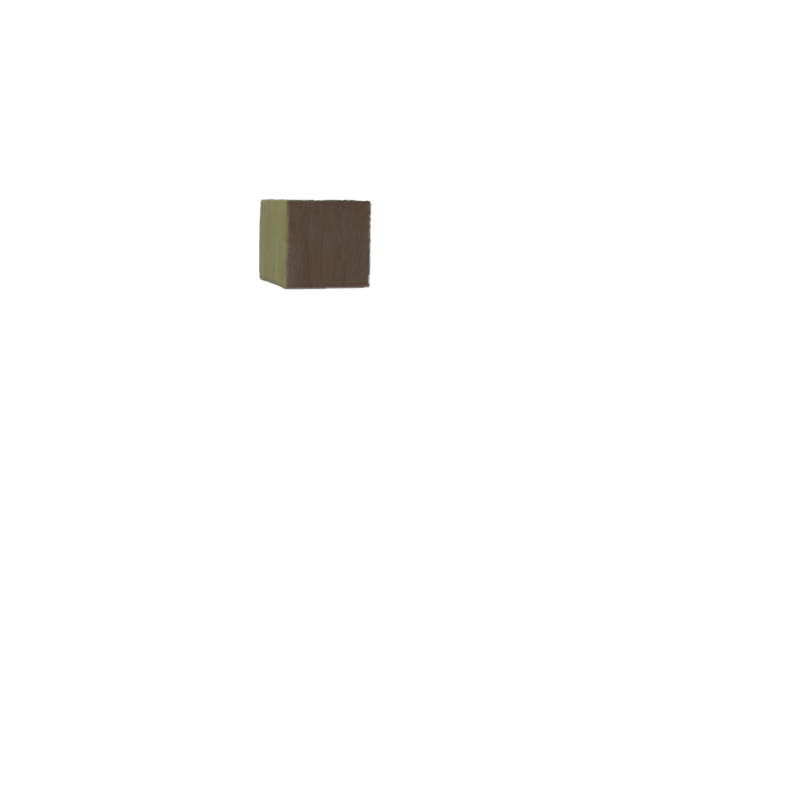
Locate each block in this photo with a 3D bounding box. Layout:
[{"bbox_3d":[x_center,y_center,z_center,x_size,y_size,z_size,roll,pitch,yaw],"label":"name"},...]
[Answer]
[{"bbox_3d":[-0.052,-0.095,0.666,0.052,0.051,0.081,-2,8,-17],"label":"block"}]
